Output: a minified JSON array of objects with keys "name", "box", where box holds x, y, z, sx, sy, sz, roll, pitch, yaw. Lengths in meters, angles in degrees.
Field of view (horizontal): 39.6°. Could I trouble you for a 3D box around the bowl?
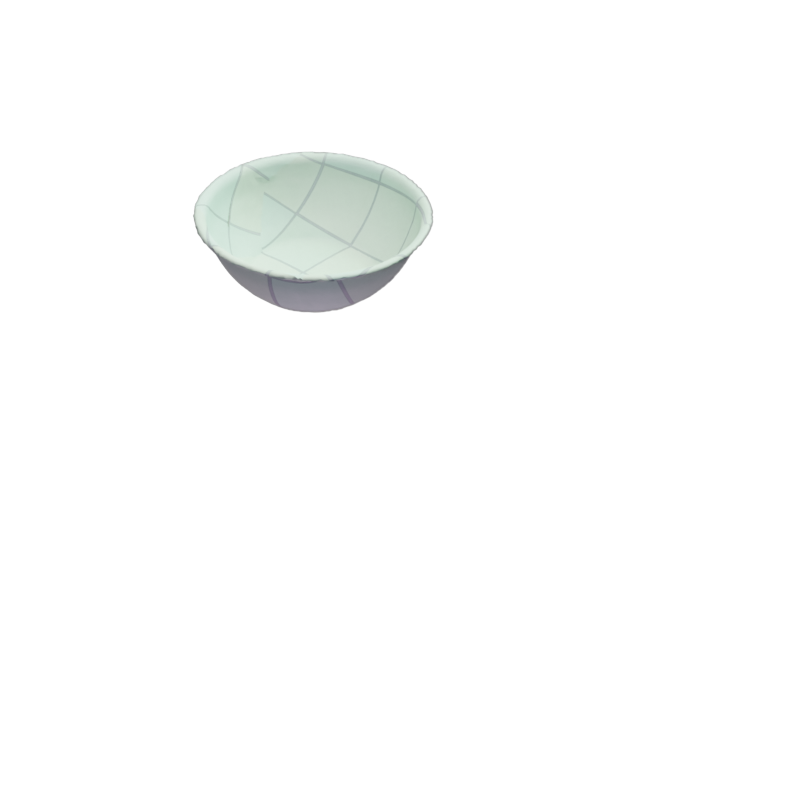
[{"name":"bowl","box":[-0.060,-0.109,0.762,0.162,0.051,0.174,-1,38,-2]}]
